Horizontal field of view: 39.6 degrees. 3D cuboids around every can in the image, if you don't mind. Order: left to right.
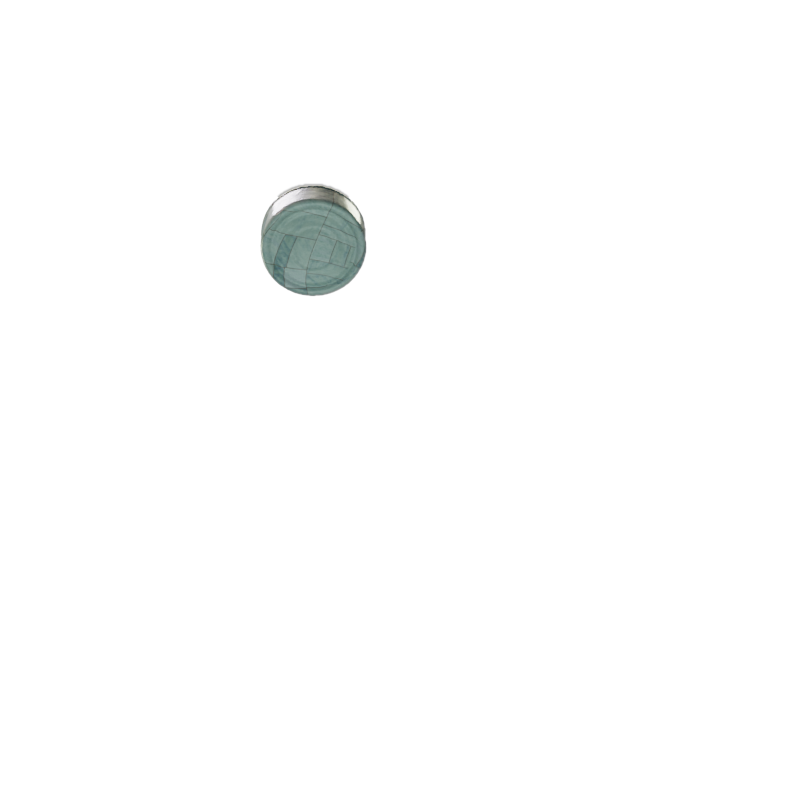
[{"bbox_3d":[-0.070,-0.128,0.894,0.086,0.081,0.035,1,26,-1],"label":"can"}]
